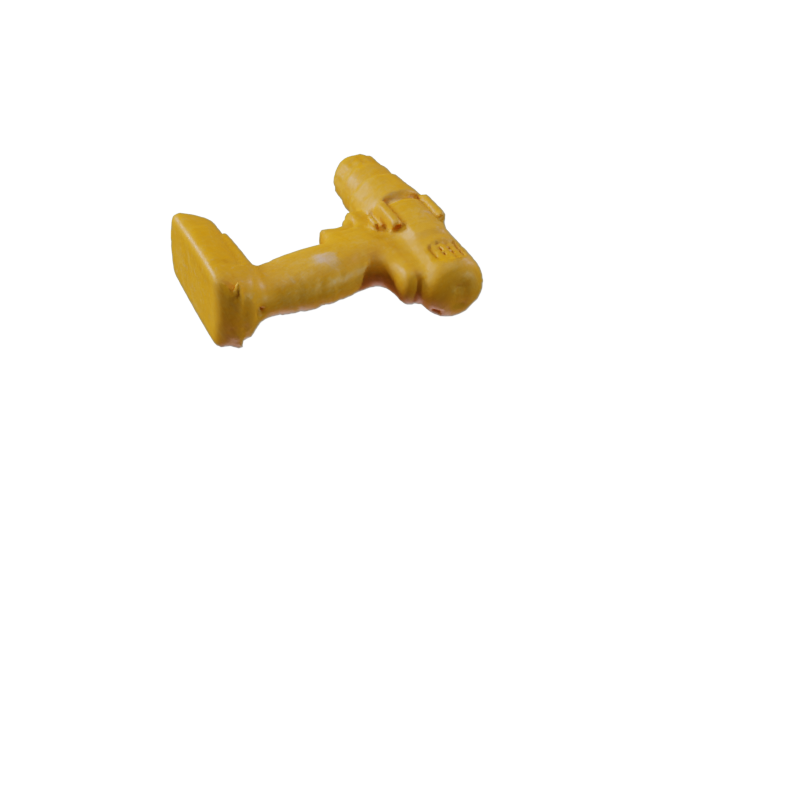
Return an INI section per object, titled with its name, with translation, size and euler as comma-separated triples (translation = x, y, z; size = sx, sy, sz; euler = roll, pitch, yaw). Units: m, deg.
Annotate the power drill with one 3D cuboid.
[power drill]
translation = -0.061, -0.111, 0.774
size = 0.185, 0.054, 0.199
euler = -15, 40, -19
